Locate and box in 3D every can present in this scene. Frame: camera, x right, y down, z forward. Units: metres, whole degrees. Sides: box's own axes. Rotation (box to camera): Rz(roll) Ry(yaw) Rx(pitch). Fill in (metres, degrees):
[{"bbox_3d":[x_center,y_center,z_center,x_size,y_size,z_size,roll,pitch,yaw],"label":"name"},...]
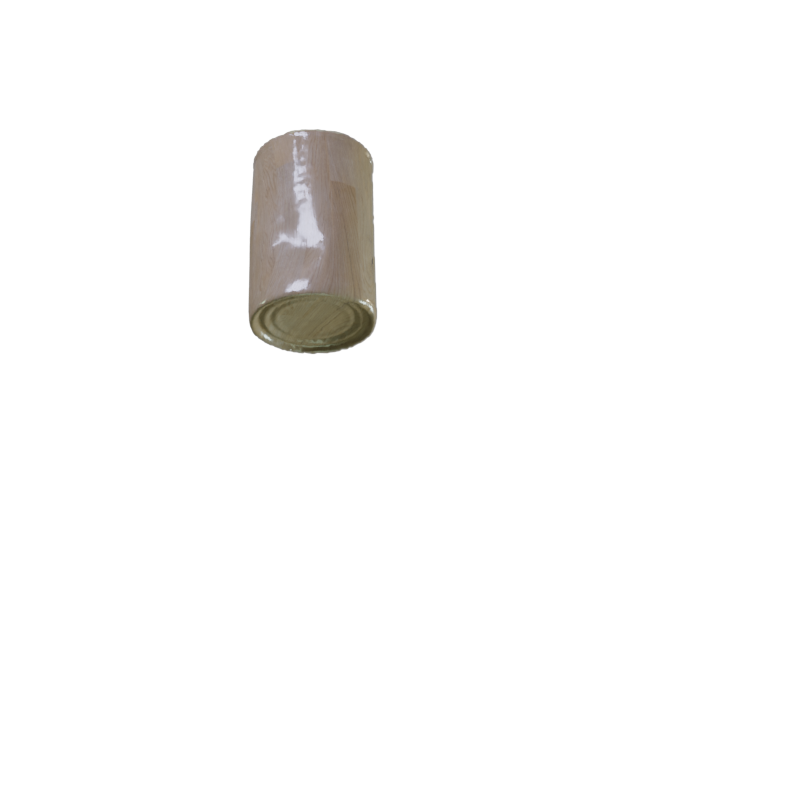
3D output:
[{"bbox_3d":[-0.047,-0.085,0.594,0.068,0.109,0.064,0,-30,-2],"label":"can"}]
